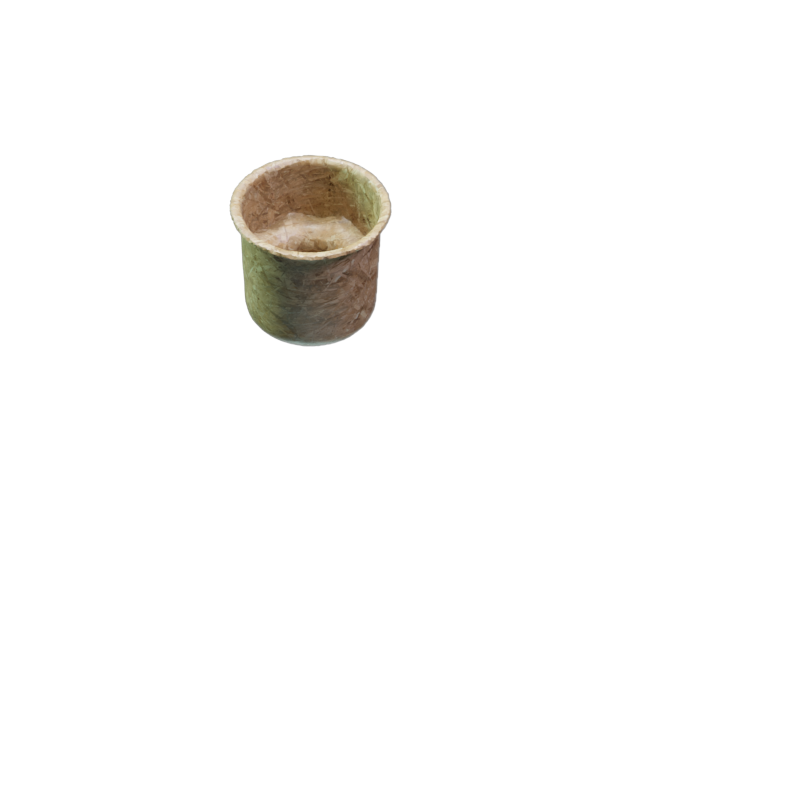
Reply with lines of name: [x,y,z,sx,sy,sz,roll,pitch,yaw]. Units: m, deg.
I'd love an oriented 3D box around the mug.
mug: [-0.053,-0.096,0.672,0.094,0.125,0.076,5,-44,3]
